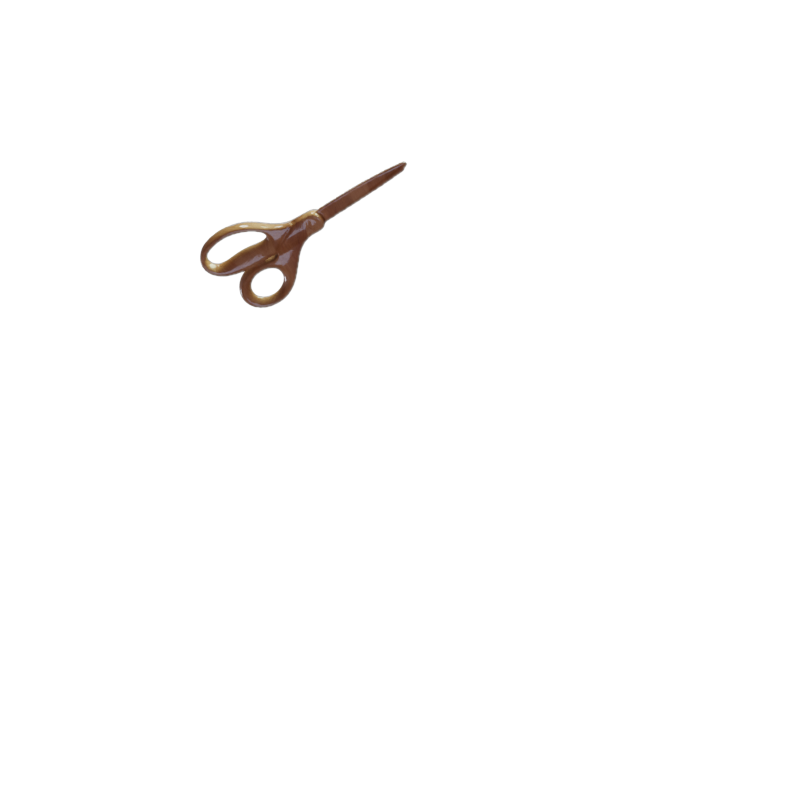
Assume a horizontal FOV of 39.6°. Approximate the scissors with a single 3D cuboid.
[{"bbox_3d":[-0.076,-0.139,0.974,0.203,0.089,0.017,-16,33,11],"label":"scissors"}]
